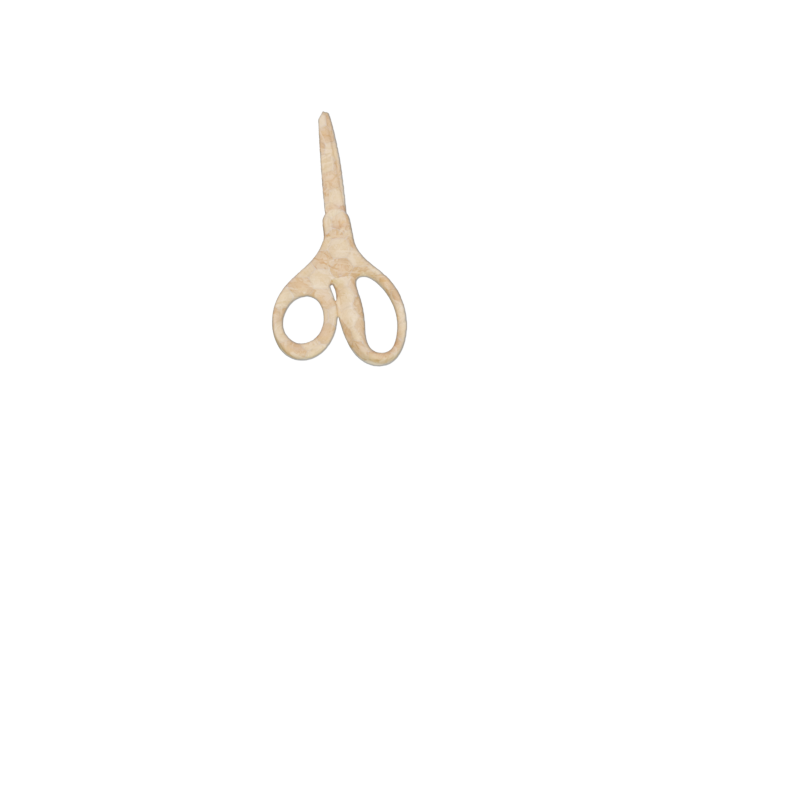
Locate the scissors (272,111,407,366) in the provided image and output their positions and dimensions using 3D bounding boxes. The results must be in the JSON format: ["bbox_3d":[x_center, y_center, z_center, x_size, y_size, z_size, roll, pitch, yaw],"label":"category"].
[{"bbox_3d":[-0.059,-0.108,0.755,0.096,0.216,0.015,-18,-27,-10],"label":"scissors"}]
